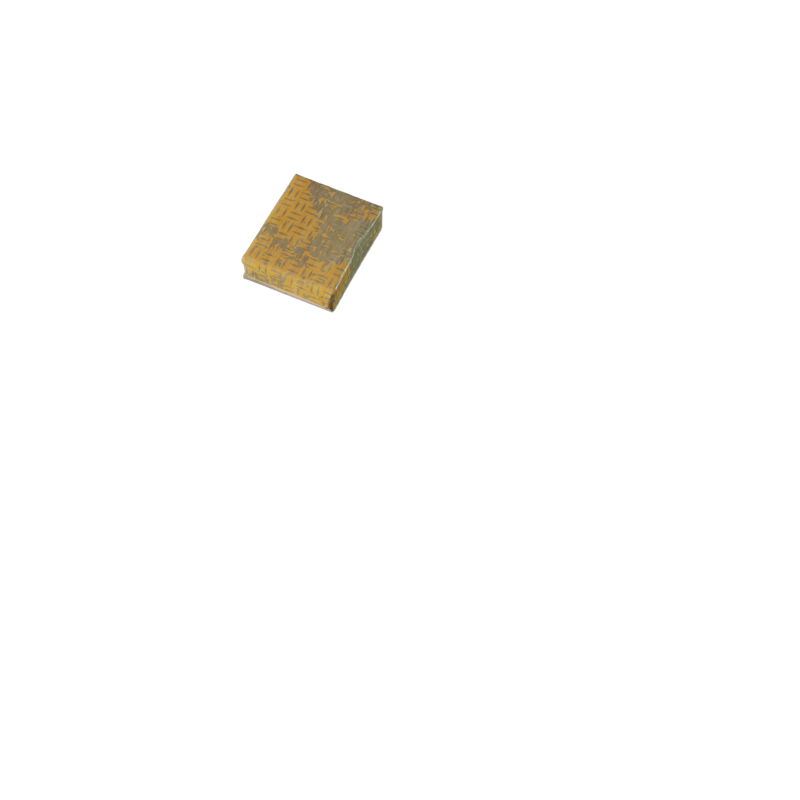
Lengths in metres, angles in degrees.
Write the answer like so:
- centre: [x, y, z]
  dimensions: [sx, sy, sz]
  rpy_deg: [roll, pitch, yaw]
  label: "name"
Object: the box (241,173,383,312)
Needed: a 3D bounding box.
- centre: [-0.063, -0.115, 0.804]
  dimensions: [0.075, 0.093, 0.028]
  rpy_deg: [21, -32, 13]
  label: "box"
